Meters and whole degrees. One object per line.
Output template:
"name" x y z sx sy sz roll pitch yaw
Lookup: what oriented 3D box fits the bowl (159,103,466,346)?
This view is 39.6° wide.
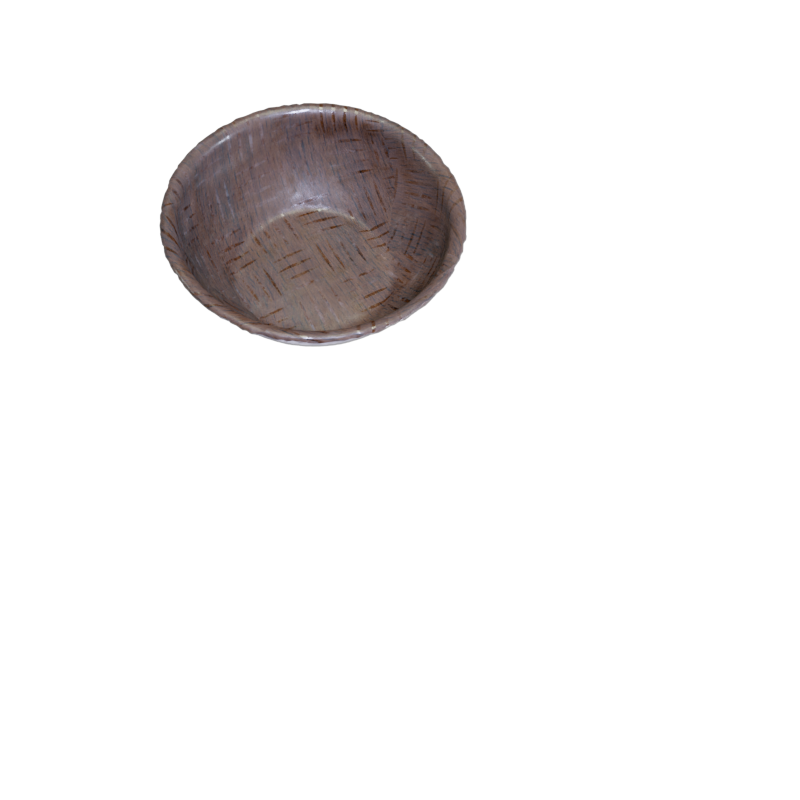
"bowl" -0.047 -0.086 0.605 0.162 0.173 0.051 -1 -34 -1
